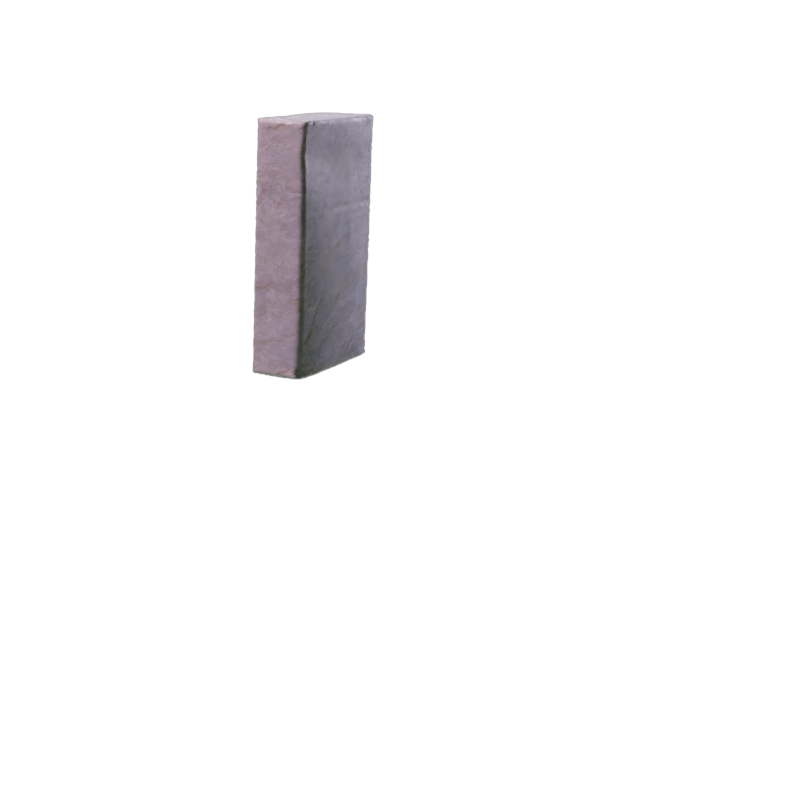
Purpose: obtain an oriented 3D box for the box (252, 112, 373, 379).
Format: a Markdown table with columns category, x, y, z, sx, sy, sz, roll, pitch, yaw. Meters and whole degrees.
| category | x | y | z | sx | sy | sz | roll | pitch | yaw |
| --- | --- | --- | --- | --- | --- | --- | --- | --- | --- |
| box | -0.060 | -0.110 | 0.770 | 0.050 | 0.172 | 0.092 | 6 | 12 | 29 |
